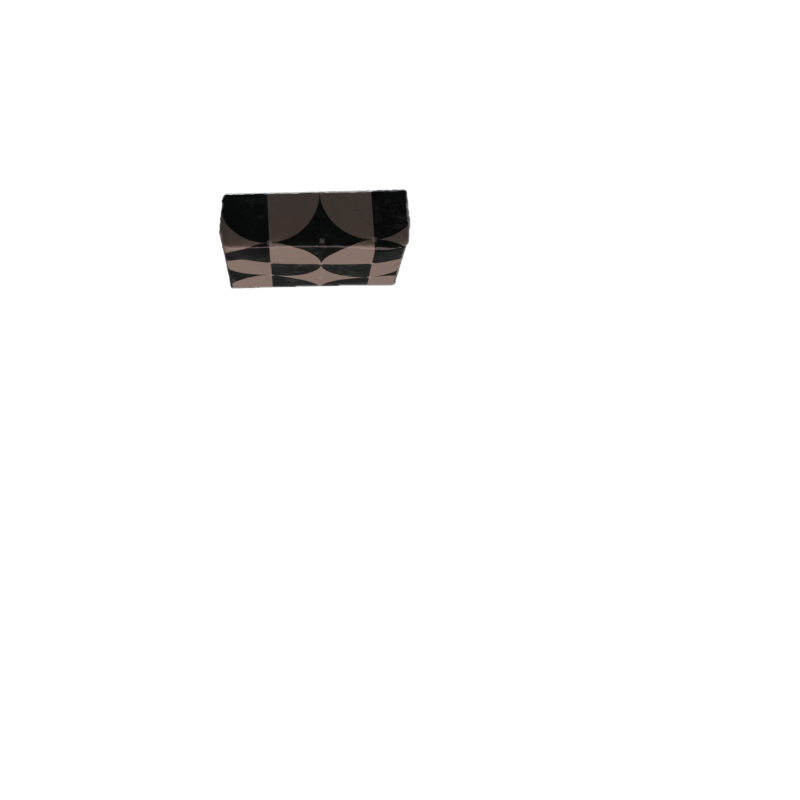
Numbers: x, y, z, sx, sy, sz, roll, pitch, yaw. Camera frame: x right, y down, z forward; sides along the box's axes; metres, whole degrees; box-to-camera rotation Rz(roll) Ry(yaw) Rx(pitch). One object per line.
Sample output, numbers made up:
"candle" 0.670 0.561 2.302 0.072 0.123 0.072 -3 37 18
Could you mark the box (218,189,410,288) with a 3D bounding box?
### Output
"box" -0.054 -0.099 0.695 0.113 0.040 0.087 0 -11 -3
